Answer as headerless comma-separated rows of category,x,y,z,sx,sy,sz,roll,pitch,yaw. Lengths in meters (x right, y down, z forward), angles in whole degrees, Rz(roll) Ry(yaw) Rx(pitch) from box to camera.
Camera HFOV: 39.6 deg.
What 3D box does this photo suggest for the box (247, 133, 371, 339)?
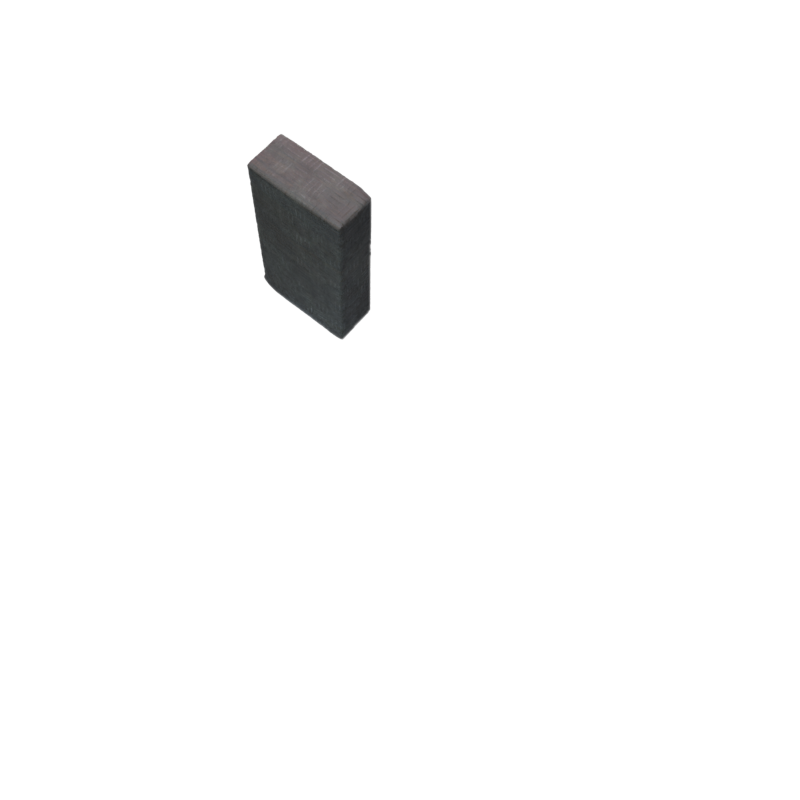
box,-0.069,-0.126,0.883,0.098,0.049,0.166,38,-23,16
